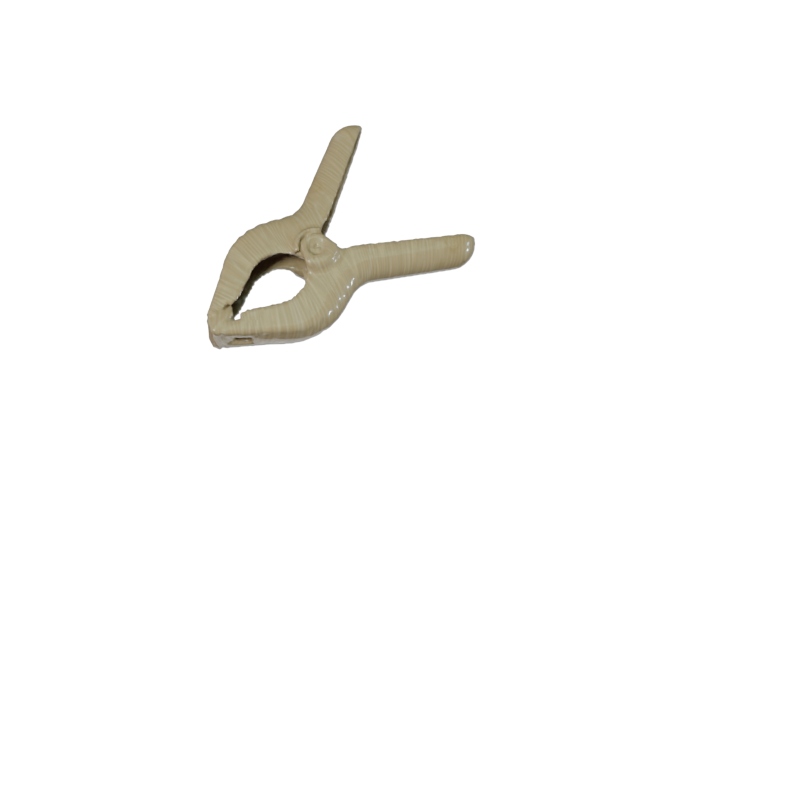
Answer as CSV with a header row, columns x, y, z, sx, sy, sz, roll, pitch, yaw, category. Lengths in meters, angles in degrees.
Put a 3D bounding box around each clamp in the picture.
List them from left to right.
x,y,z,sx,sy,sz,roll,pitch,yaw,category
-0.054,-0.098,0.685,0.171,0.128,0.037,-29,-27,-17,clamp
